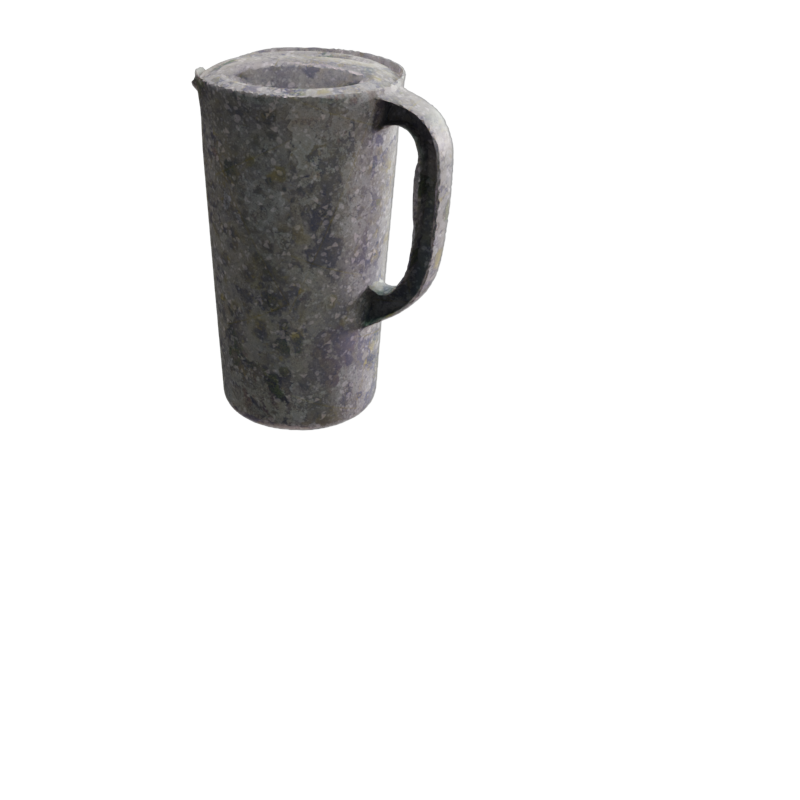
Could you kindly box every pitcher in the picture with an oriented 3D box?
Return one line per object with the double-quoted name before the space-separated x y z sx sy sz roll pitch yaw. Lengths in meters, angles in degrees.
"pitcher" -0.057 -0.105 0.733 0.143 0.231 0.159 -5 26 -15
